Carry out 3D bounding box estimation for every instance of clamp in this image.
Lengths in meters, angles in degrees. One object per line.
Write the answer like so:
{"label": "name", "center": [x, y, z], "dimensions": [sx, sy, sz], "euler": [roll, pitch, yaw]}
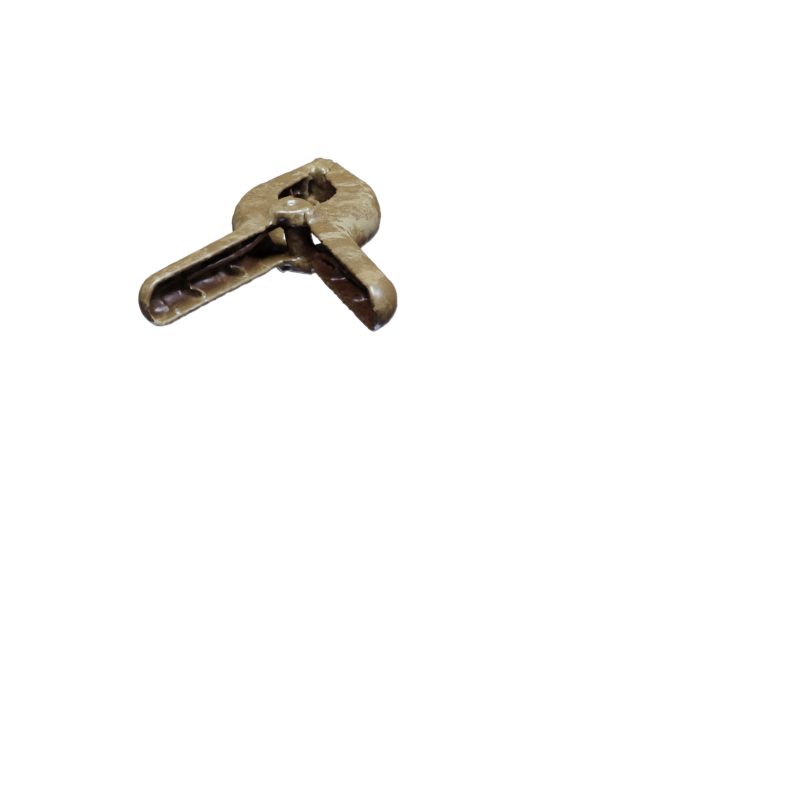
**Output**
{"label": "clamp", "center": [-0.044, -0.080, 0.563], "dimensions": [0.123, 0.037, 0.178], "euler": [10, 35, 14]}
